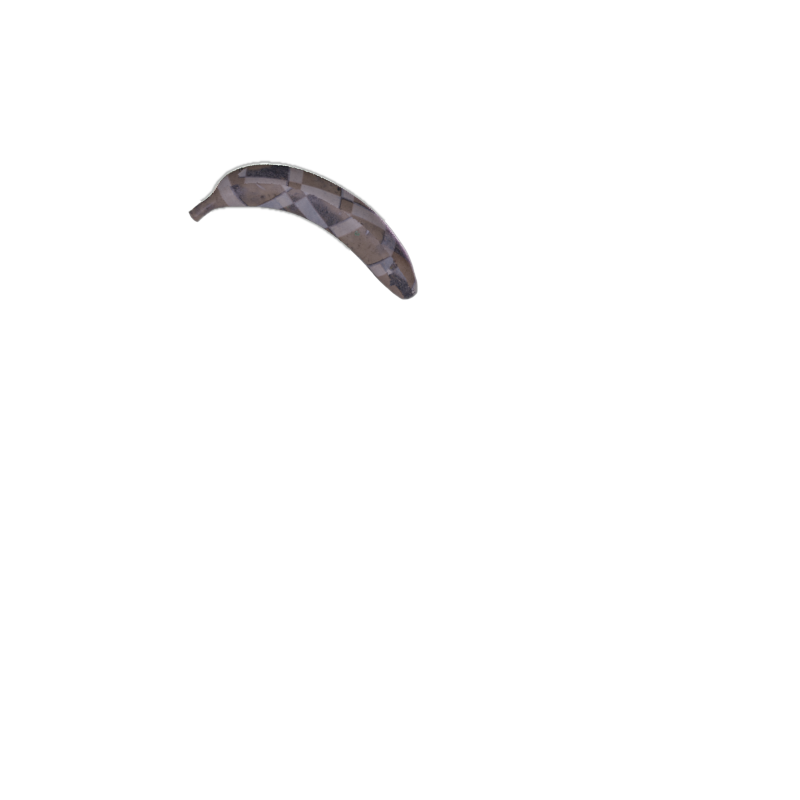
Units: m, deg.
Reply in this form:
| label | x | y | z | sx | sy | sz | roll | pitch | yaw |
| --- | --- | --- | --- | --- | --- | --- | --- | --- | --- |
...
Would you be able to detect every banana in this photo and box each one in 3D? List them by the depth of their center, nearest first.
| label | x | y | z | sx | sy | sz | roll | pitch | yaw |
| --- | --- | --- | --- | --- | --- | --- | --- | --- | --- |
| banana | -0.067 | -0.145 | 0.895 | 0.194 | 0.067 | 0.038 | 21 | 20 | -8 |
